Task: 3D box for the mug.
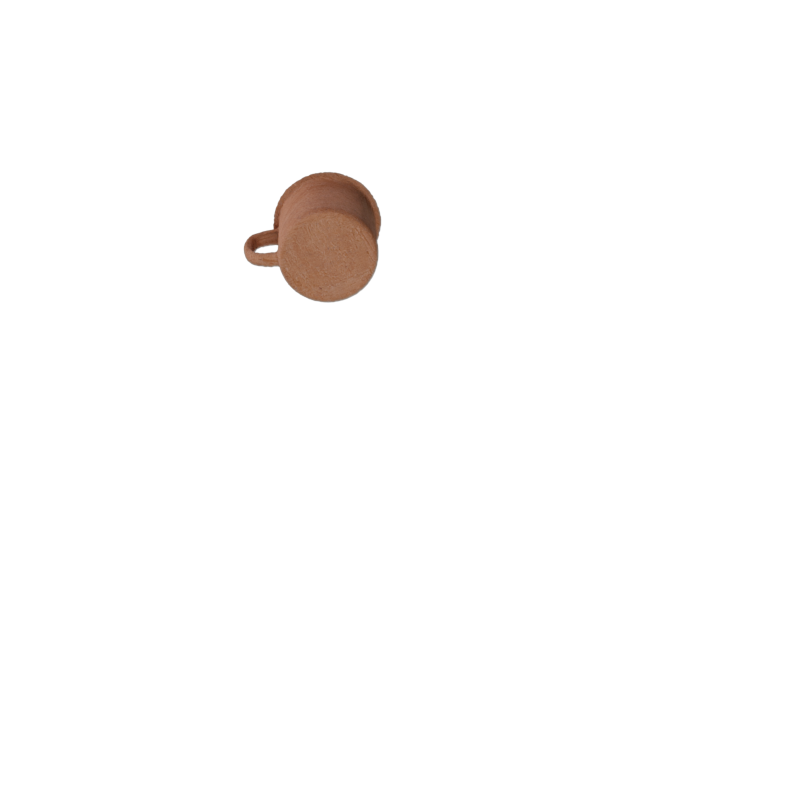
[{"bbox_3d":[-0.072,-0.131,0.921,0.117,0.088,0.086,-6,26,1],"label":"mug"}]
